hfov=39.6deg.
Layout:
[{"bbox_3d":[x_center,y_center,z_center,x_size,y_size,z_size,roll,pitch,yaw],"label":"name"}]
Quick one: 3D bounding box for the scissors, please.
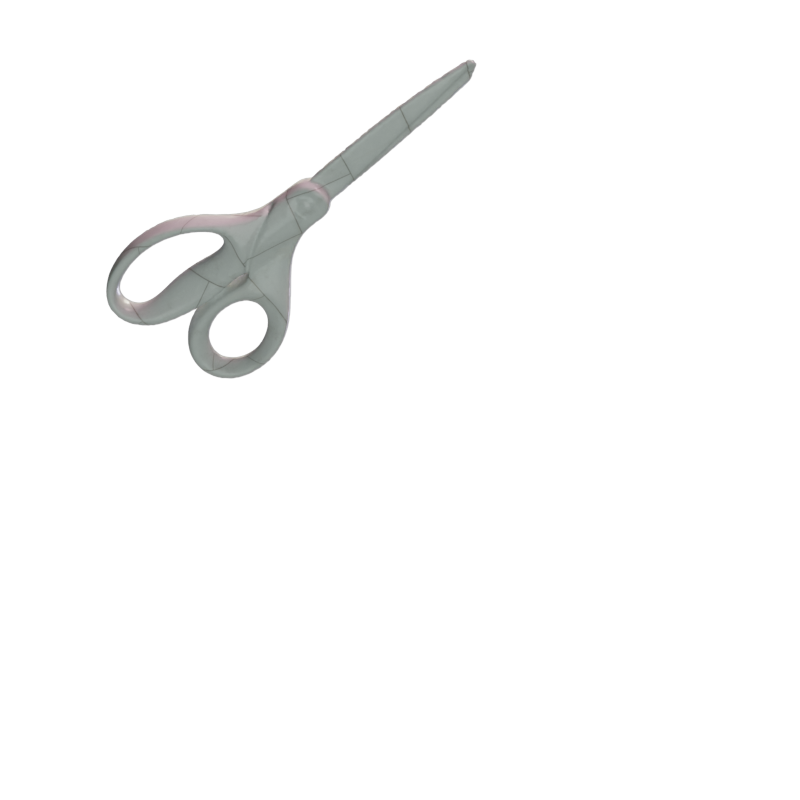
[{"bbox_3d":[-0.040,-0.073,0.513,0.202,0.090,0.017,-23,27,12],"label":"scissors"}]
